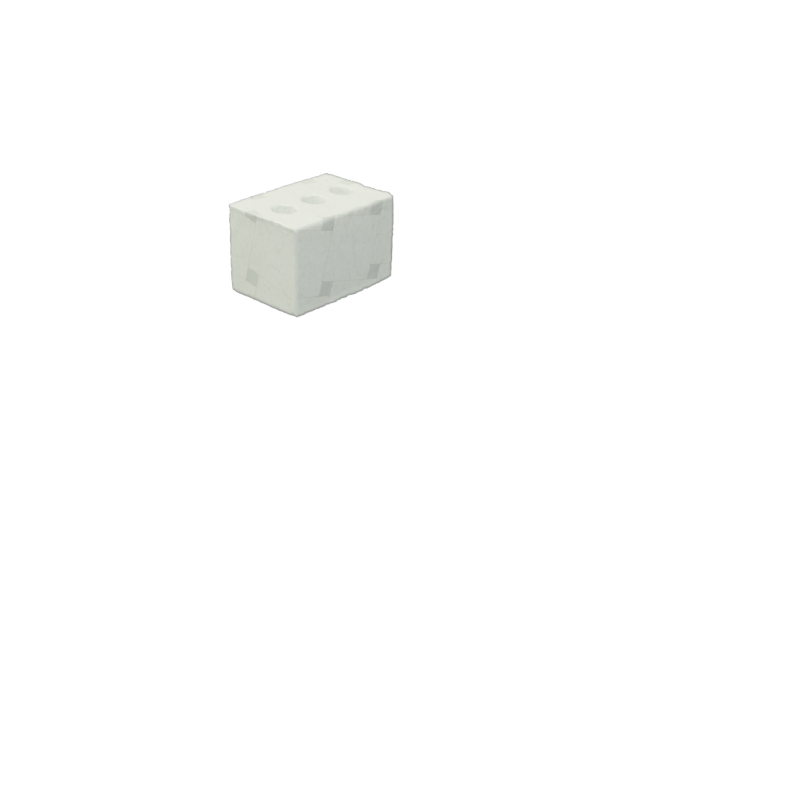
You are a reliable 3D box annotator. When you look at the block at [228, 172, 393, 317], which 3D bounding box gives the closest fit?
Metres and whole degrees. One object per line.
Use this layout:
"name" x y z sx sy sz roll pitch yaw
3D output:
"block" -0.047 -0.086 0.605 0.056 0.049 0.077 22 34 36
